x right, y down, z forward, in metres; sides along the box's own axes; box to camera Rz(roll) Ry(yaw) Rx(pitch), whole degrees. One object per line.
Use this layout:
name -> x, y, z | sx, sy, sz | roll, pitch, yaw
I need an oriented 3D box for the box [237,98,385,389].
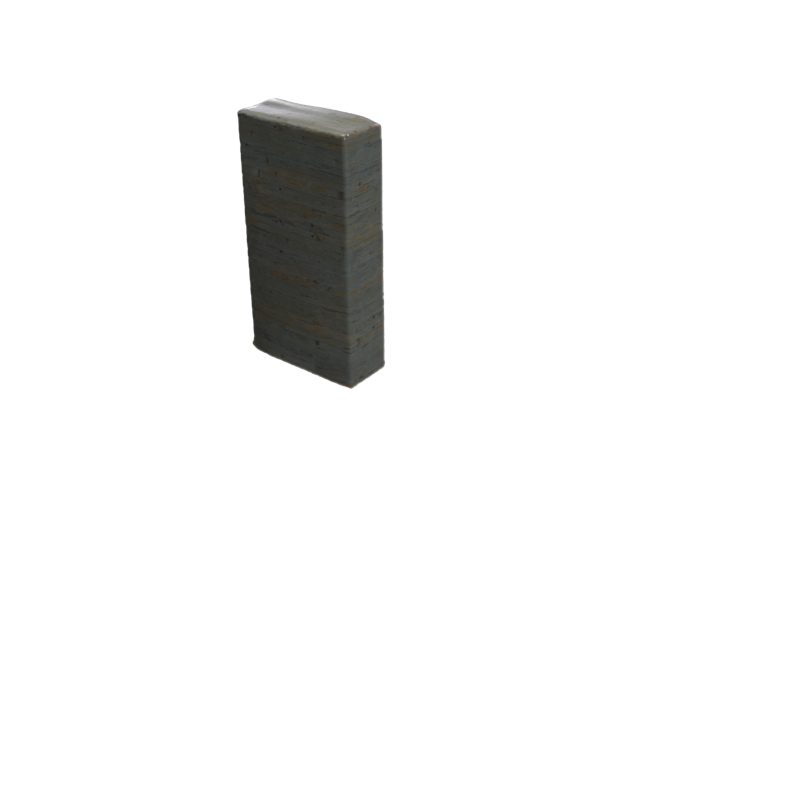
box -> -0.057, -0.105, 0.733 | 0.099, 0.167, 0.048 | 20, 30, 35
